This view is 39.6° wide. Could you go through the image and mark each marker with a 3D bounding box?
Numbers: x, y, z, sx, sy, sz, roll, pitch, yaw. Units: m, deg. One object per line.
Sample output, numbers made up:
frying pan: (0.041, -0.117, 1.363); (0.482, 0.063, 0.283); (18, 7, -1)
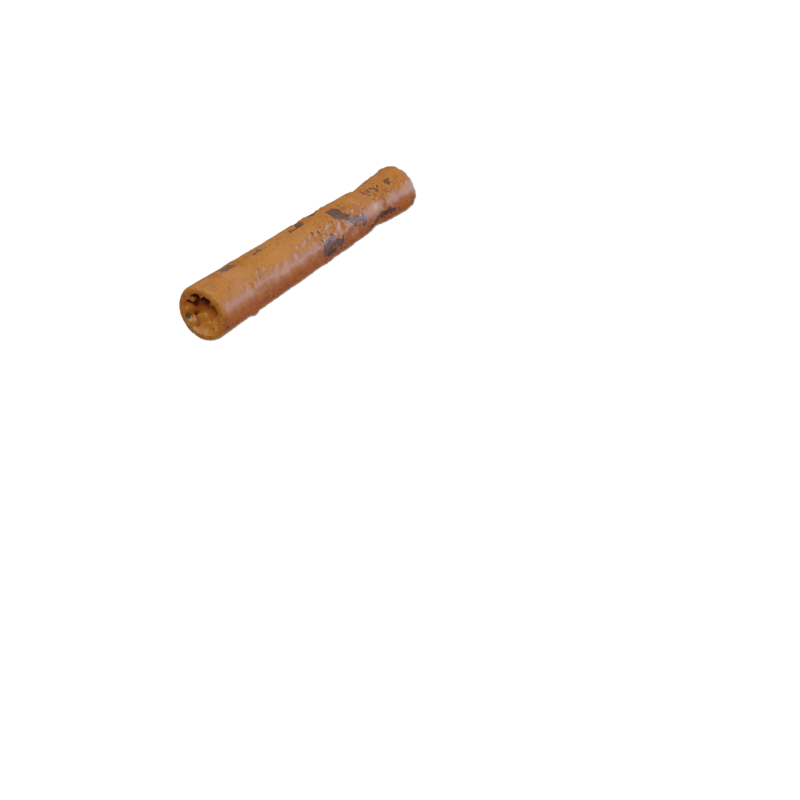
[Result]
marker: (-0.030, -0.055, 0.385); (0.020, 0.019, 0.122); (2, 29, 35)
